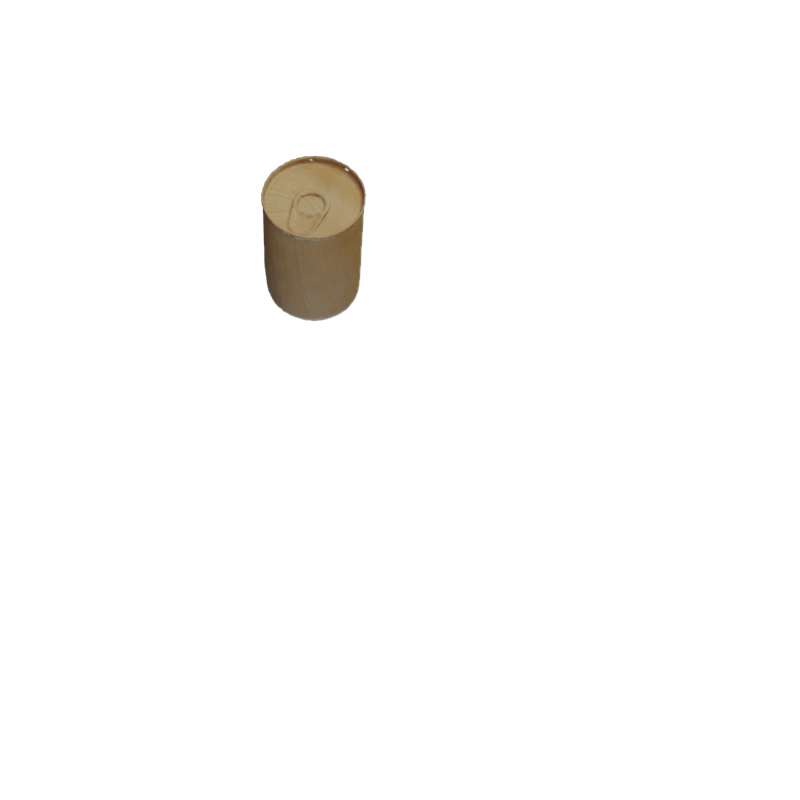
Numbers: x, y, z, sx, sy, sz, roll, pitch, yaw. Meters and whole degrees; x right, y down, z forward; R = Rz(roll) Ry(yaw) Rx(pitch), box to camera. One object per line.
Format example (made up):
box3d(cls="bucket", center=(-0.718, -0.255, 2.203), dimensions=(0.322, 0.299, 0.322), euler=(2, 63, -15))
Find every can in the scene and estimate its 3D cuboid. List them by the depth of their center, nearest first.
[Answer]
box3d(cls="can", center=(-0.059, -0.108, 0.756), dimensions=(0.068, 0.073, 0.096), euler=(0, -32, -3))
